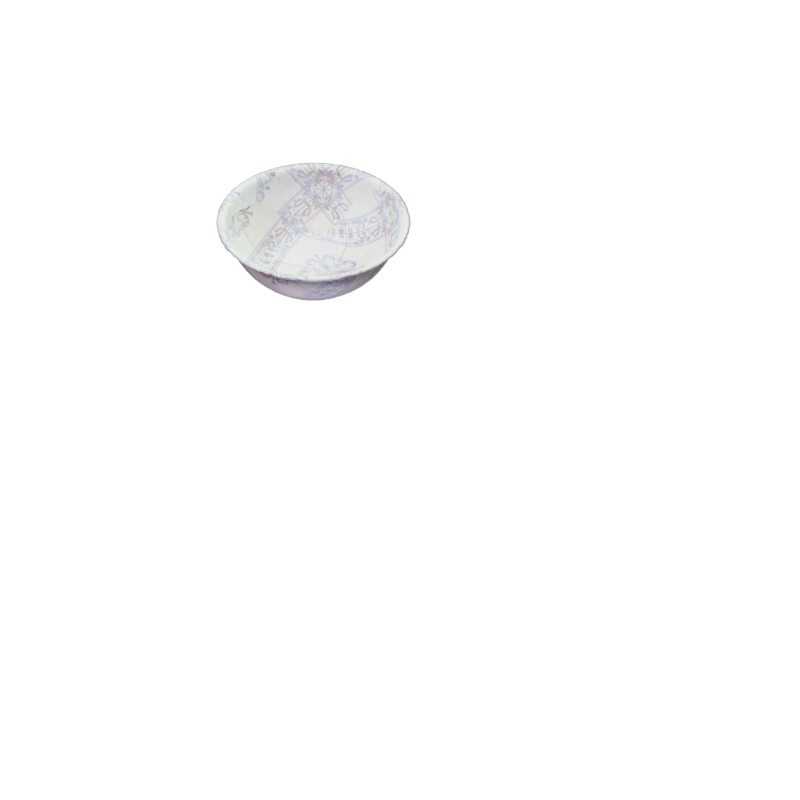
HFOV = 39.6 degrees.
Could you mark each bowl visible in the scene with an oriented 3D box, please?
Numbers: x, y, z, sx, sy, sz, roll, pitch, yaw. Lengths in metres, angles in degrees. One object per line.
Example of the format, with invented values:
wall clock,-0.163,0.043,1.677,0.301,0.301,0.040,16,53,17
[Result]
bowl,-0.074,-0.134,0.941,0.162,0.051,0.174,-1,43,-1
